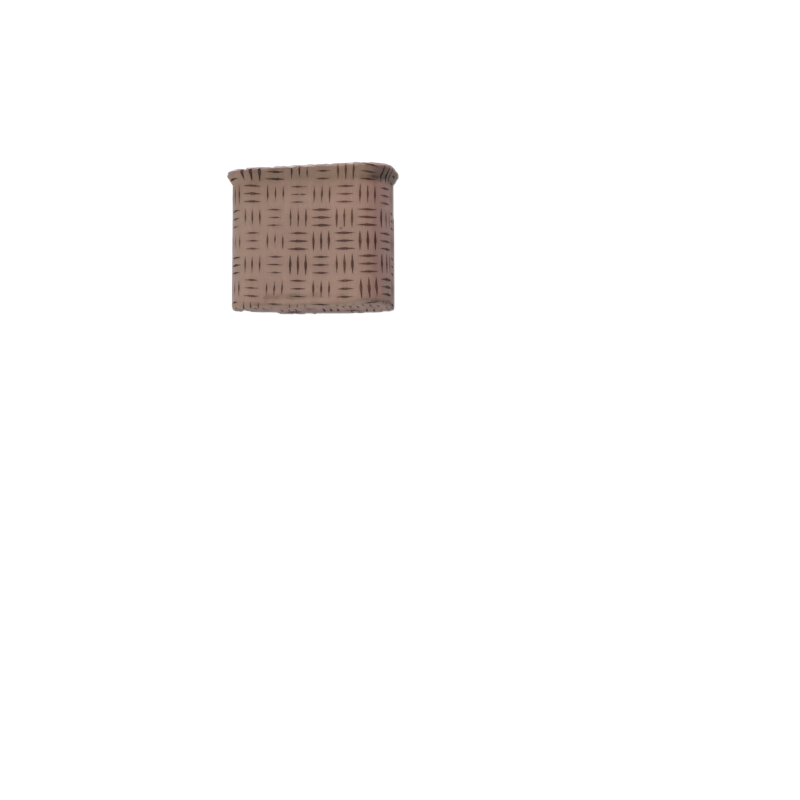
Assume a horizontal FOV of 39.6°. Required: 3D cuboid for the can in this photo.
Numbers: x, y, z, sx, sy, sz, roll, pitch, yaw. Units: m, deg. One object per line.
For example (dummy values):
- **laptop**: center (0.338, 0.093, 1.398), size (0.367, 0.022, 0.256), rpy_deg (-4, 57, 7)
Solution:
- **can**: center (-0.053, -0.096, 0.669), size (0.103, 0.085, 0.056), rpy_deg (-1, -6, 12)
